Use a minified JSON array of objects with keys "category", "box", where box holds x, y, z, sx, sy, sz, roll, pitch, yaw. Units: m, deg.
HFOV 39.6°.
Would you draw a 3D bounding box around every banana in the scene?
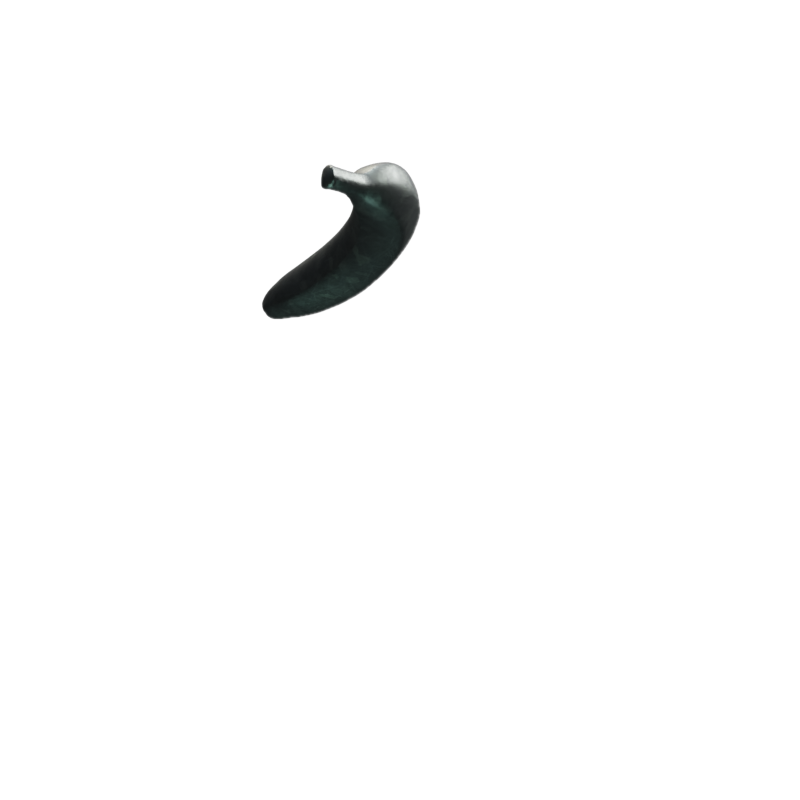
[{"category":"banana","box":[-0.032,-0.092,0.644,0.068,0.039,0.192,5,-20,-15]}]
